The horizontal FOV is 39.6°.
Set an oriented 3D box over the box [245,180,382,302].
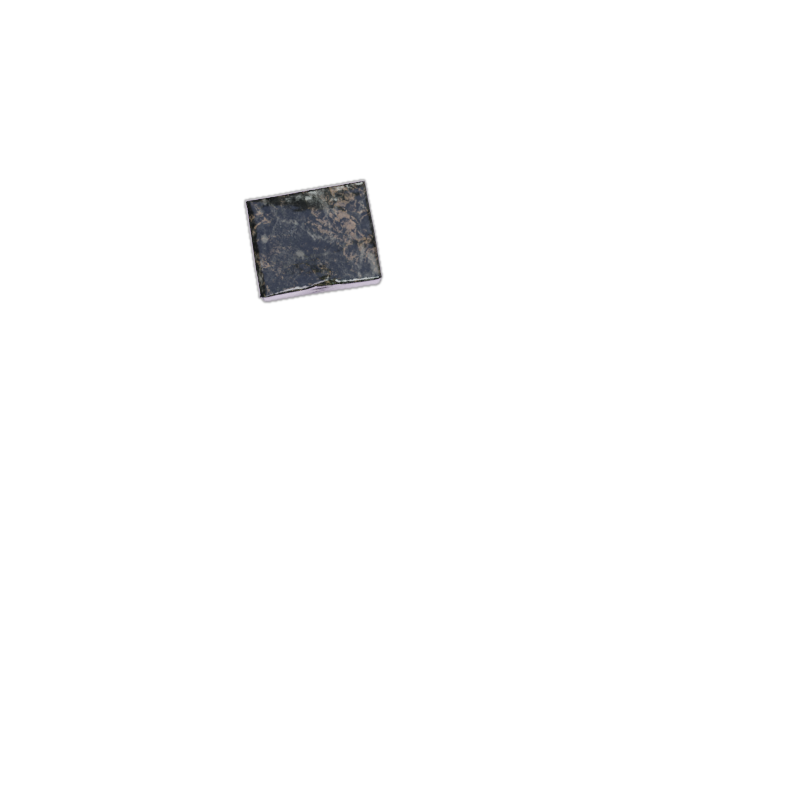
[{"bbox_3d":[-0.063,-0.114,0.798,0.089,0.075,0.029,-9,-10,-2],"label":"box"}]
